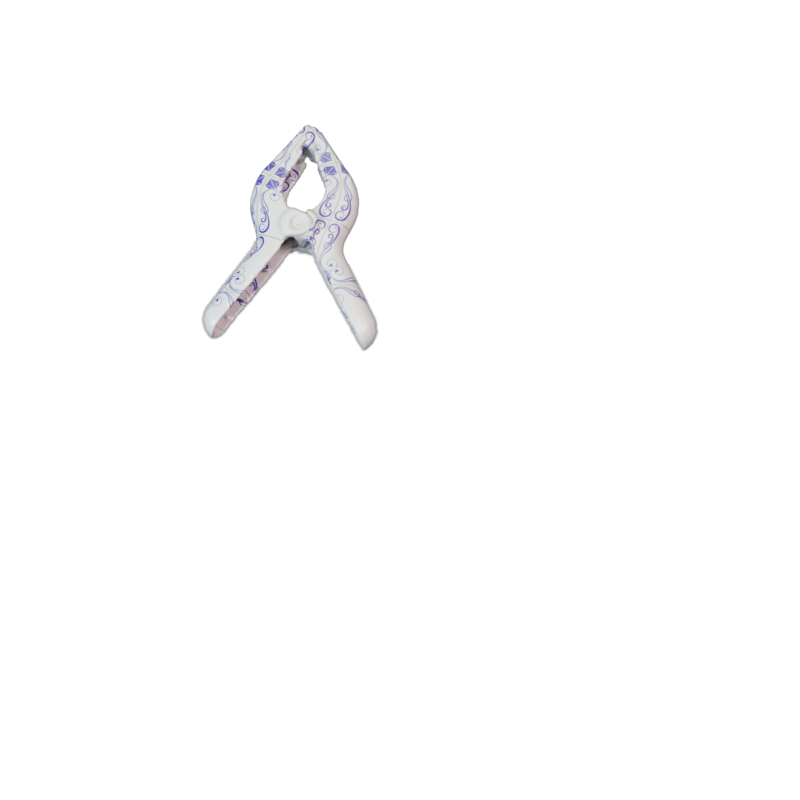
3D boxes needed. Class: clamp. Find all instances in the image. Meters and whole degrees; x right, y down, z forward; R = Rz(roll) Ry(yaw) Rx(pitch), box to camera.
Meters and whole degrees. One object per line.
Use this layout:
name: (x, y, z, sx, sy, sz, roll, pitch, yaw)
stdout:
clamp: (-0.062, -0.113, 0.794, 0.121, 0.178, 0.037, 13, -18, 4)
